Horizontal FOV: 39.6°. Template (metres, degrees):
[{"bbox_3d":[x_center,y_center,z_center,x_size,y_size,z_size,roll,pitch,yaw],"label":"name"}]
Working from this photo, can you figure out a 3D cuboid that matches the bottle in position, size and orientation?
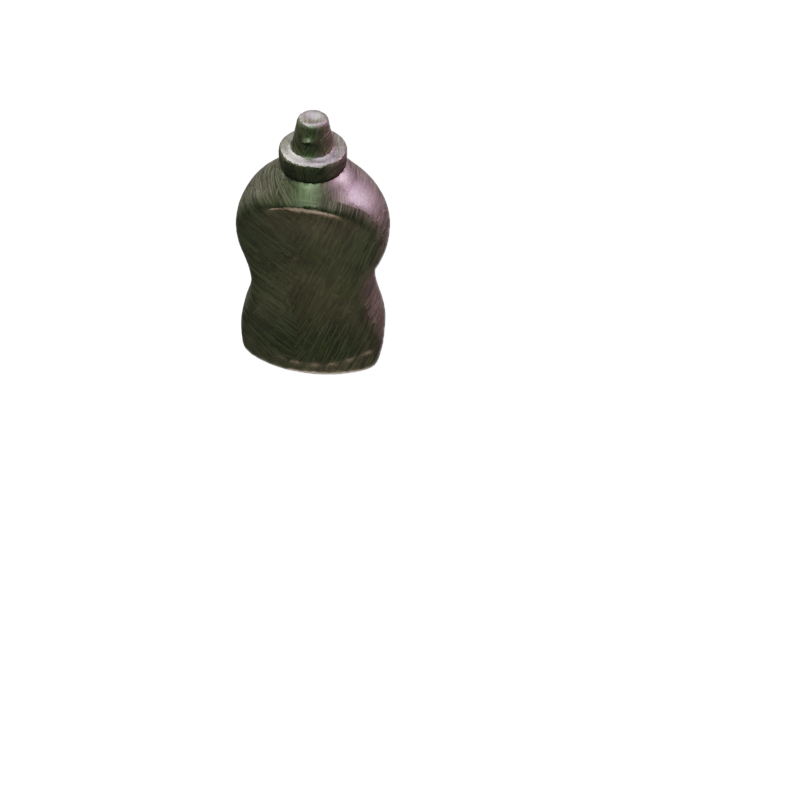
[{"bbox_3d":[-0.055,-0.100,0.705,0.097,0.179,0.062,10,44,7],"label":"bottle"}]
